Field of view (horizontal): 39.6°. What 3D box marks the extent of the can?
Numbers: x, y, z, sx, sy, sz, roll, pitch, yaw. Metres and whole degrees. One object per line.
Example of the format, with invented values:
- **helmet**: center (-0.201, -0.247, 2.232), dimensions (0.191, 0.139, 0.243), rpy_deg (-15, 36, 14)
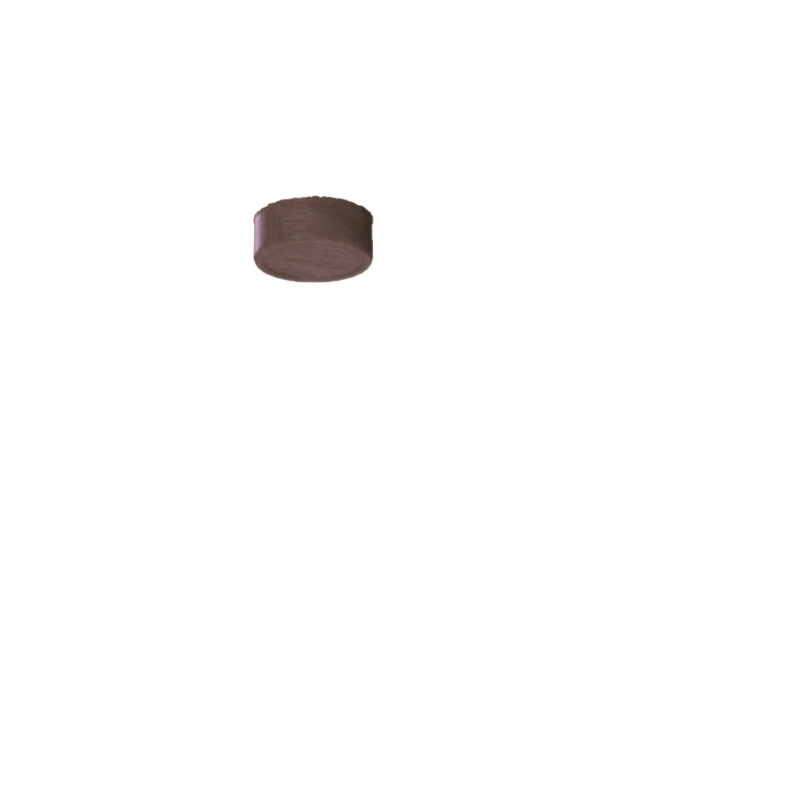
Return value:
- **can**: center (-0.061, -0.112, 0.784), dimensions (0.086, 0.035, 0.082), rpy_deg (0, -15, -2)
